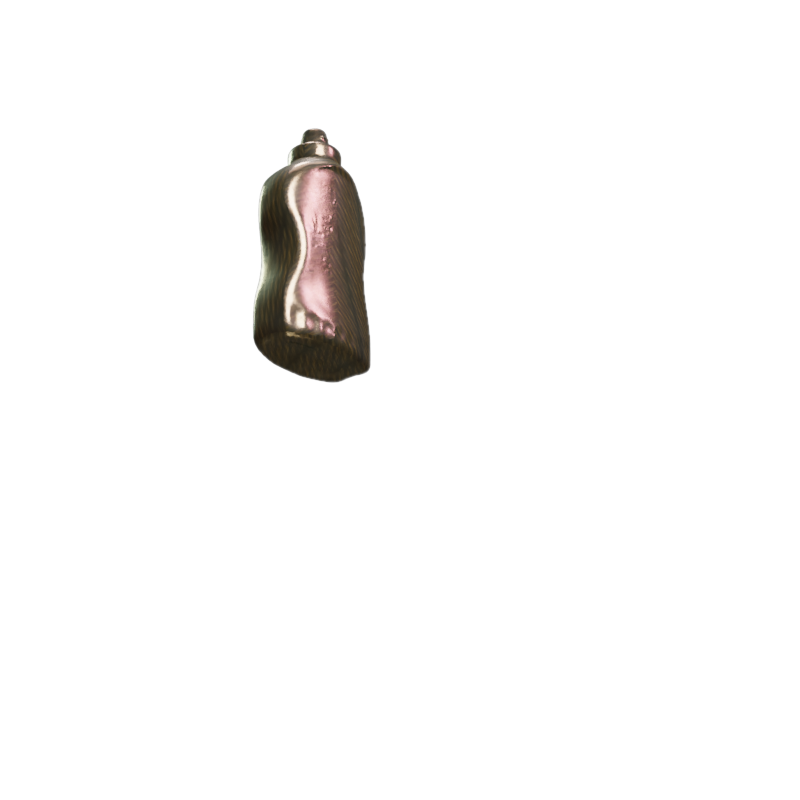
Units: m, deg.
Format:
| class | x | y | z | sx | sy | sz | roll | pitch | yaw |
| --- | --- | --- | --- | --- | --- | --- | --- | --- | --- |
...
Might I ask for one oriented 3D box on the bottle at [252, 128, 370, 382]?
| class | x | y | z | sx | sy | sz | roll | pitch | yaw |
| --- | --- | --- | --- | --- | --- | --- | --- | --- | --- |
| bottle | -0.063 | -0.116 | 0.811 | 0.059 | 0.204 | 0.090 | -23 | -34 | 34 |
